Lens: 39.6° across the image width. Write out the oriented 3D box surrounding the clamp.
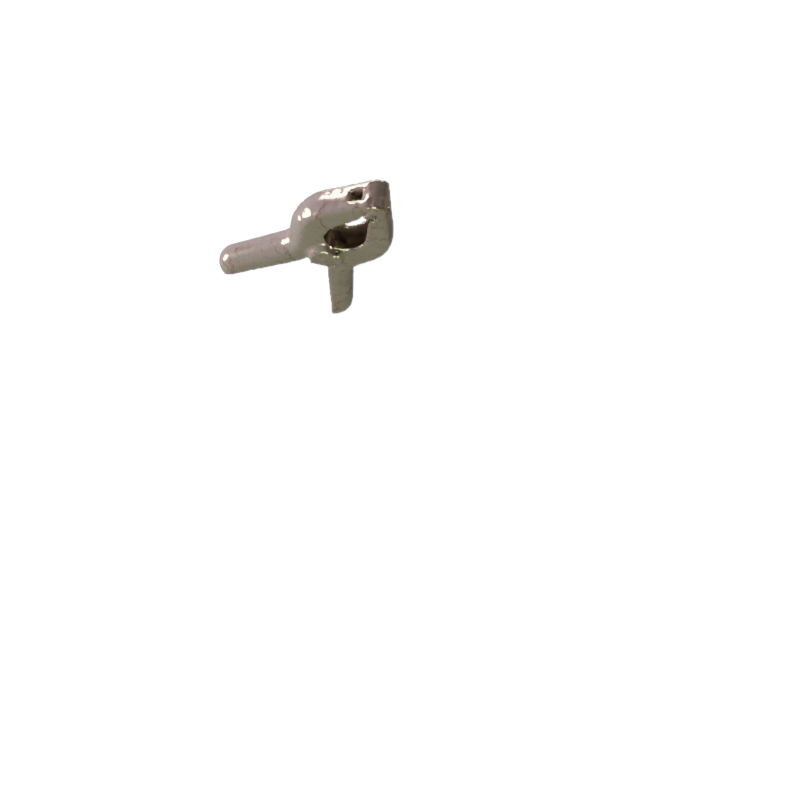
[{"bbox_3d":[-0.068,-0.125,0.873,0.116,0.042,0.166,11,-30,-20],"label":"clamp"}]
